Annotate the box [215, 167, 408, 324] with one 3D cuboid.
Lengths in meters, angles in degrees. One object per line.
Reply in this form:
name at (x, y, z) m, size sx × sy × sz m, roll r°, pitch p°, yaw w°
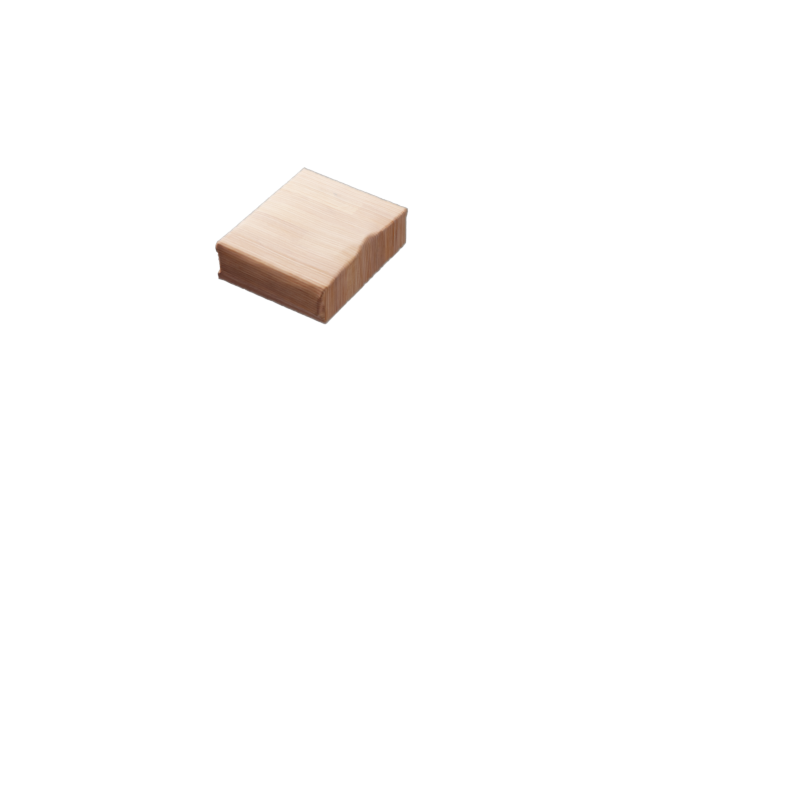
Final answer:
box at (-0.049, -0.089, 0.624) m, size 0.077 × 0.028 × 0.091 m, roll 23°, pitch 48°, yaw 23°
